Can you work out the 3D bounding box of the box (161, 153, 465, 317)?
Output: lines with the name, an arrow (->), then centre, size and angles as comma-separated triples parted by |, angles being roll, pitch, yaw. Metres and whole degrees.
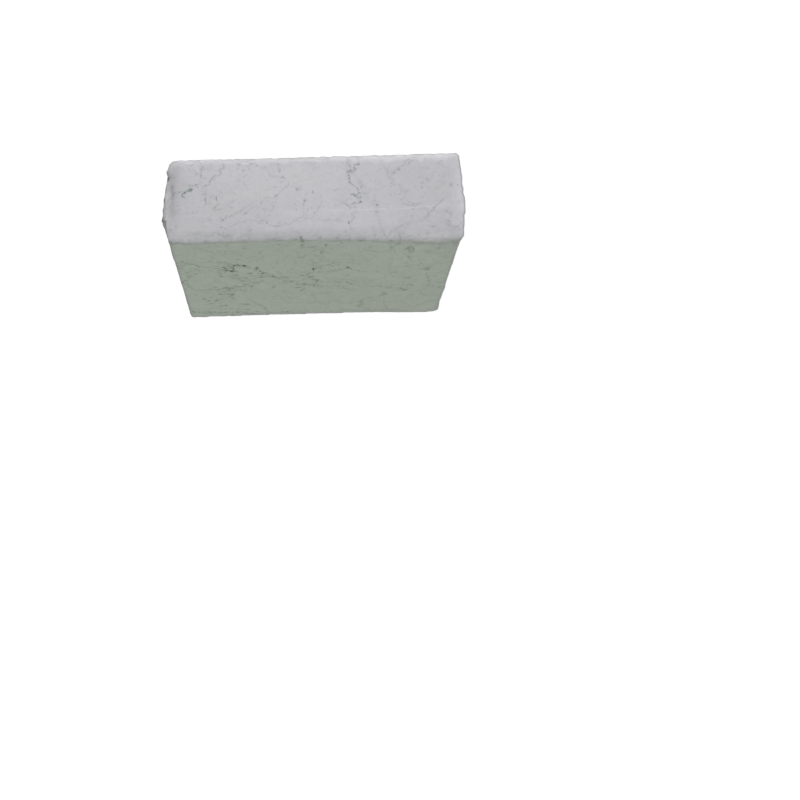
box -> -0.035, -0.065, 0.452 | 0.113, 0.041, 0.086 | 0, -15, -2
